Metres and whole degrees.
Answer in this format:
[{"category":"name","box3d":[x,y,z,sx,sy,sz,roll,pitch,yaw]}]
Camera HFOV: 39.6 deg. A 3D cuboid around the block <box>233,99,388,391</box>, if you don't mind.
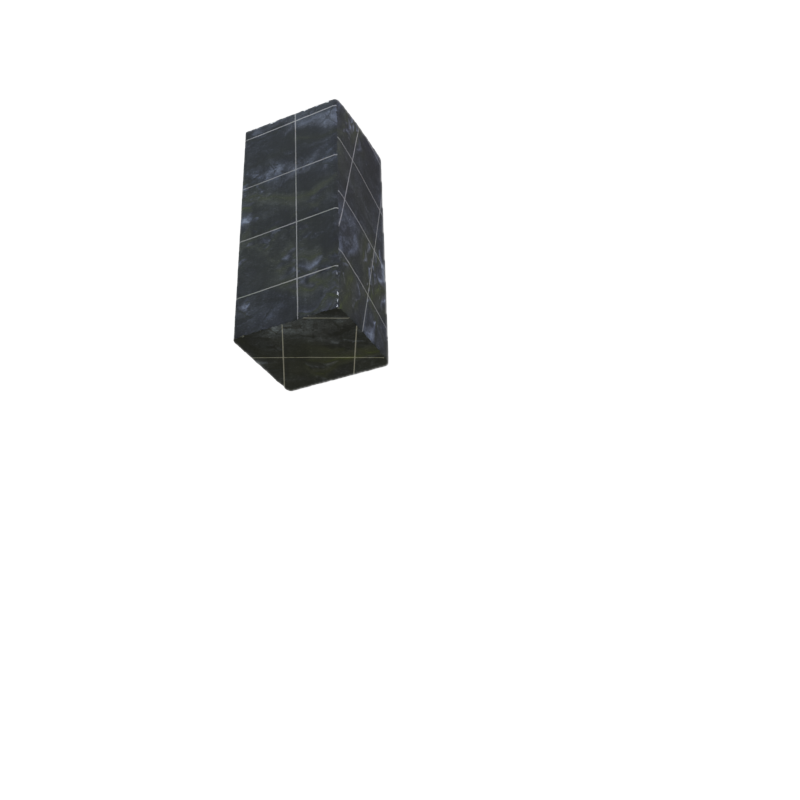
[{"category":"block","box3d":[-0.069,-0.126,0.884,0.092,0.221,0.083,-17,-37,20]}]
